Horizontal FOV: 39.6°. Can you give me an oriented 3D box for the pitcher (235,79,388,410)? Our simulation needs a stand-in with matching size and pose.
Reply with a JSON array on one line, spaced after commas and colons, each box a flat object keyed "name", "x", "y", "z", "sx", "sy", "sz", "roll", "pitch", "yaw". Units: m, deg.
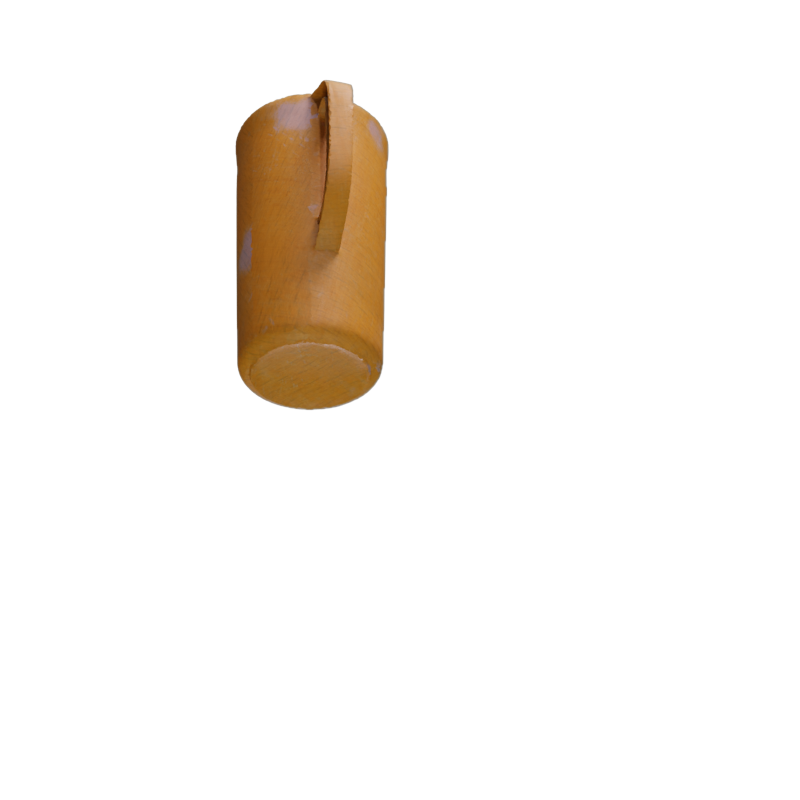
[{"name": "pitcher", "x": -0.069, "y": -0.126, "z": 0.880, "sx": 0.146, "sy": 0.261, "sz": 0.138, "roll": -20, "pitch": -41, "yaw": 22}]
